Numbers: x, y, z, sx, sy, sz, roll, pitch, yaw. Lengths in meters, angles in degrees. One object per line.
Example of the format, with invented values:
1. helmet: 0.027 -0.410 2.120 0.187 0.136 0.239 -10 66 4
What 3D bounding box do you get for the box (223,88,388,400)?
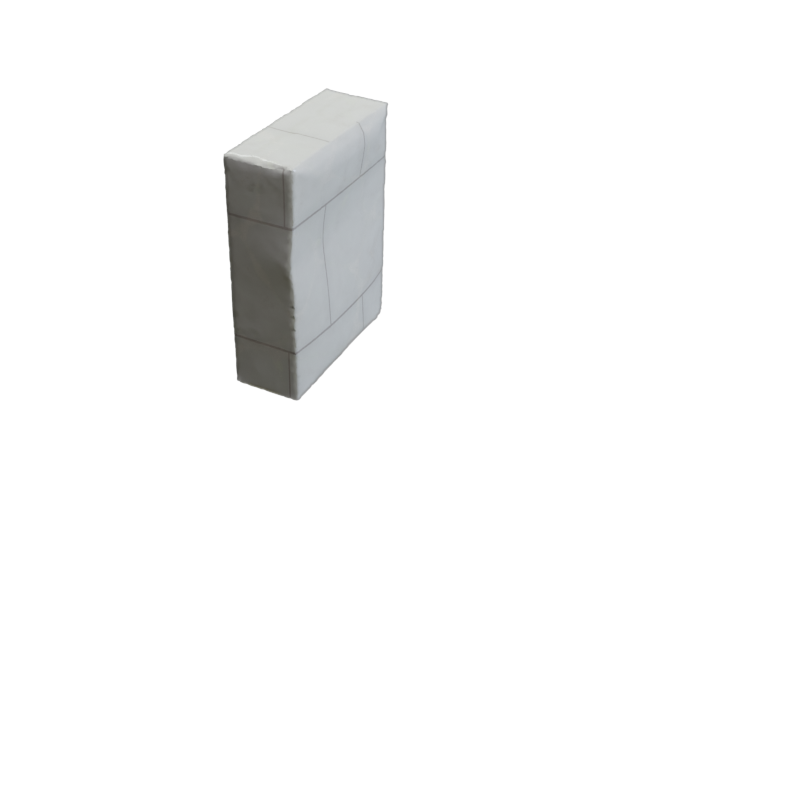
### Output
1. box: -0.074 -0.134 0.941 0.075 0.201 0.168 16 35 21
